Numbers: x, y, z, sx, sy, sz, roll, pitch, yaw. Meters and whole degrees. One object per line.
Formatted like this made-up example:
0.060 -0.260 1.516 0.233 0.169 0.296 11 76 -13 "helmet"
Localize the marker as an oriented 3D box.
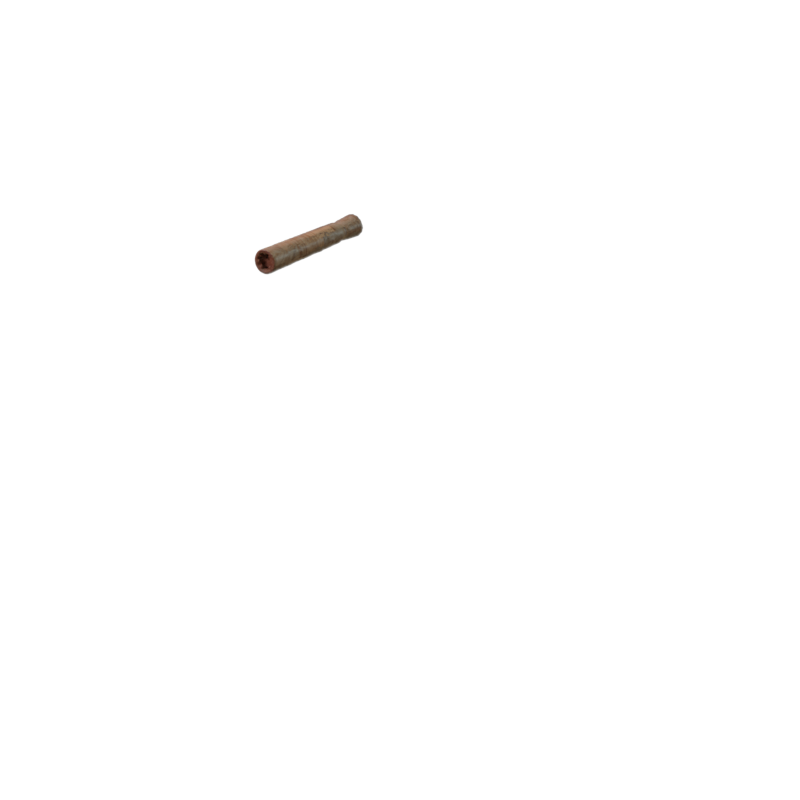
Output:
-0.066 -0.120 0.839 0.020 0.019 0.121 2 22 33 "marker"
